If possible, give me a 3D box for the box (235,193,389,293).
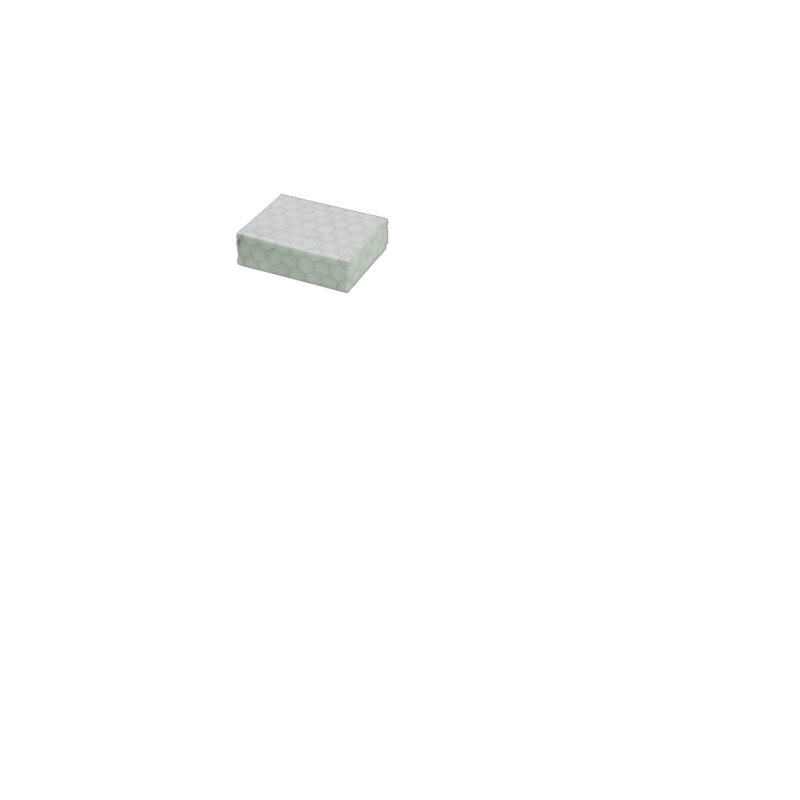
[{"bbox_3d":[-0.078,-0.143,1.000,0.118,0.037,0.092,13,35,20],"label":"box"}]
